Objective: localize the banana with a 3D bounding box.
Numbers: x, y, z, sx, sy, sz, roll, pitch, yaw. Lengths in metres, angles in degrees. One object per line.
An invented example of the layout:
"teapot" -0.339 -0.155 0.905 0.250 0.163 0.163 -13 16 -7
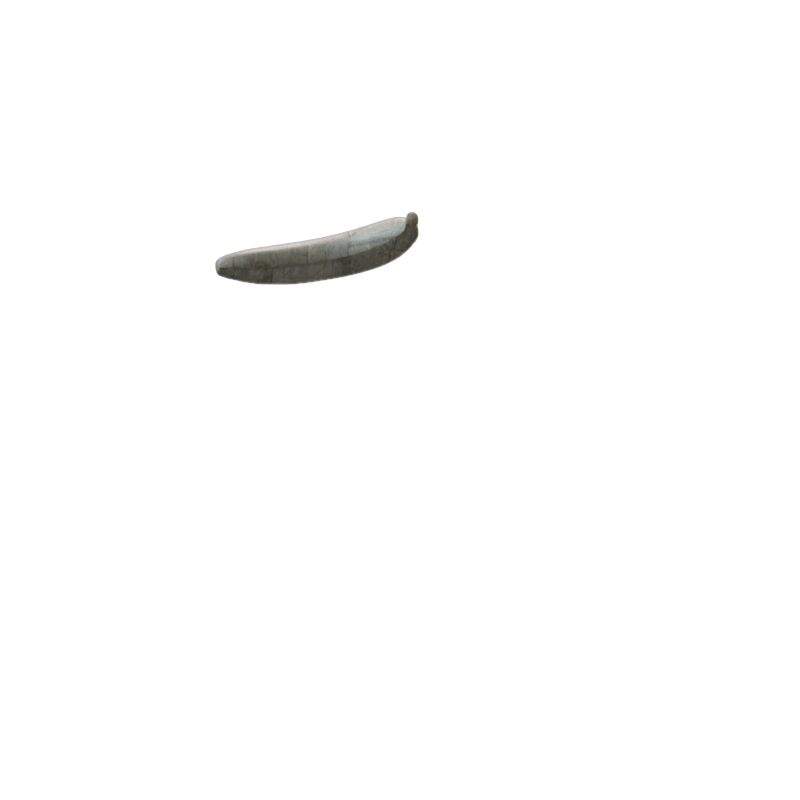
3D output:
"banana" -0.062 -0.130 0.958 0.201 0.039 0.065 -12 -26 25
